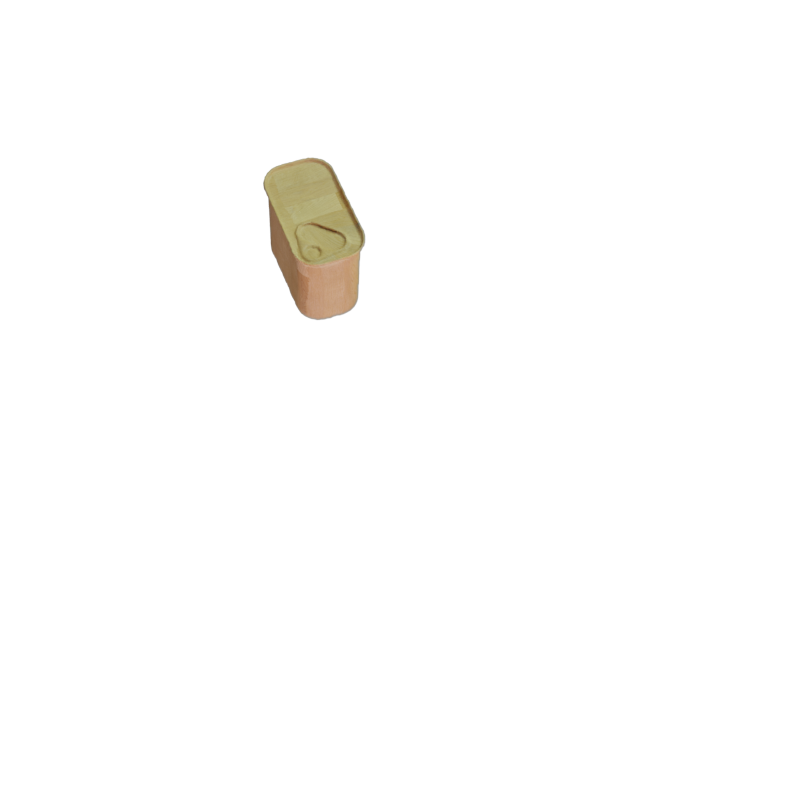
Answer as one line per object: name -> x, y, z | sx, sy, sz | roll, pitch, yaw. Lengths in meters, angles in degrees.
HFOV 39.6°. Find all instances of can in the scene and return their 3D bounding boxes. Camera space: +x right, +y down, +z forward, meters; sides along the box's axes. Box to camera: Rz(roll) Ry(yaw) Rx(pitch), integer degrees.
can -> -0.069, -0.125, 0.876 | 0.057, 0.110, 0.078 | -17, -31, -13
